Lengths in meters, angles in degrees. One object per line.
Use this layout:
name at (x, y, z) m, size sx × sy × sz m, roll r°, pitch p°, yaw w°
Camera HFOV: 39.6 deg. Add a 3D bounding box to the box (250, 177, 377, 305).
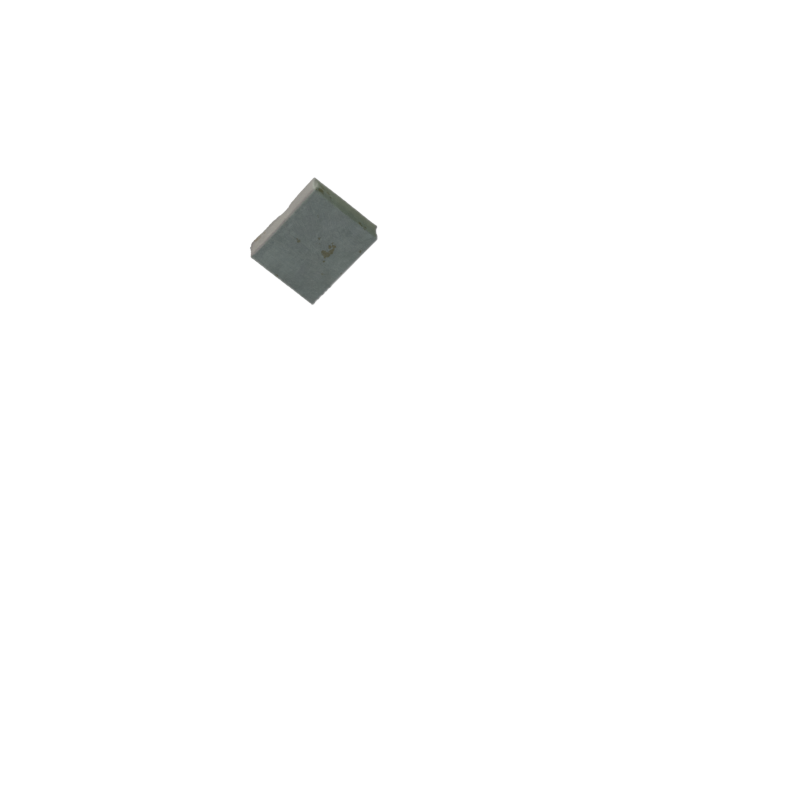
box at (-0.075, -0.137, 0.963) m, size 0.070 × 0.088 × 0.032 m, roll 38°, pitch 23°, yaw -20°
